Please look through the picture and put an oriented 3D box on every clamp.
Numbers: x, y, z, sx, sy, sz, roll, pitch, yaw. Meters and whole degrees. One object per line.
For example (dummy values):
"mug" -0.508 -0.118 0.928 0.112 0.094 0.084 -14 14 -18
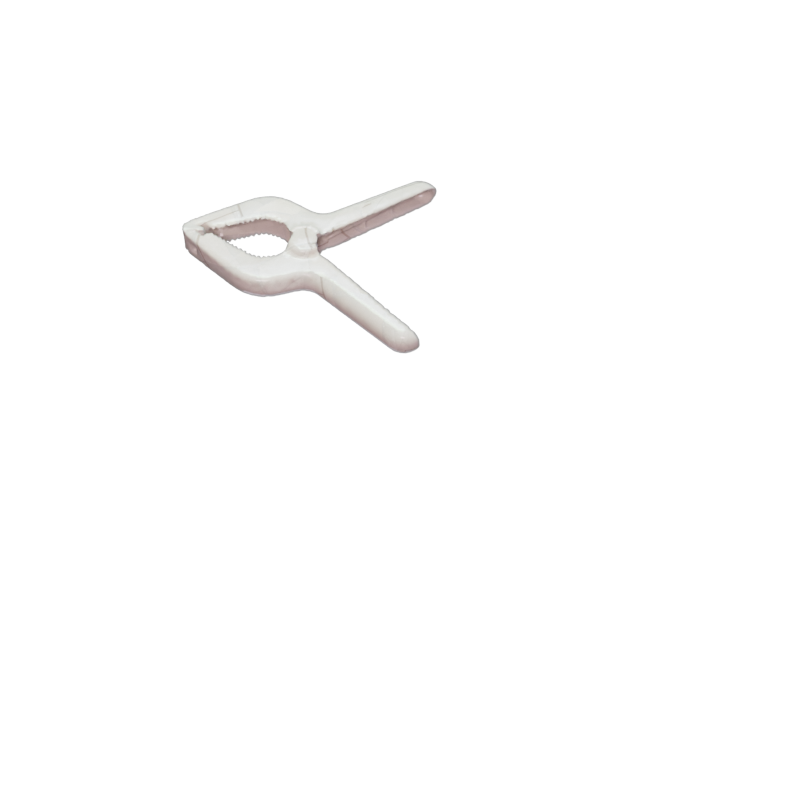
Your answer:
"clamp" -0.071 -0.130 0.911 0.213 0.173 0.034 12 -34 8
